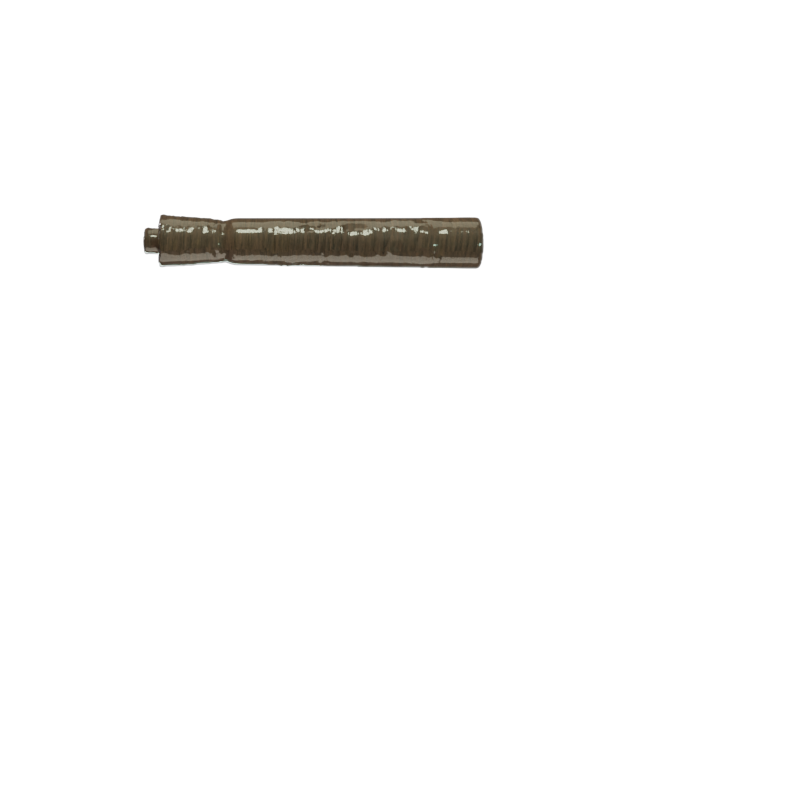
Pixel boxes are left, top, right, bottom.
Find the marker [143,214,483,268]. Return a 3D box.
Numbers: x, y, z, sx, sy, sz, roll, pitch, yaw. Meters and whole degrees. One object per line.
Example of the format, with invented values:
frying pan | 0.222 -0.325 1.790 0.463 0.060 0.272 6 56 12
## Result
marker | -0.031 -0.057 0.400 0.120 0.020 0.020 0 4 -4
